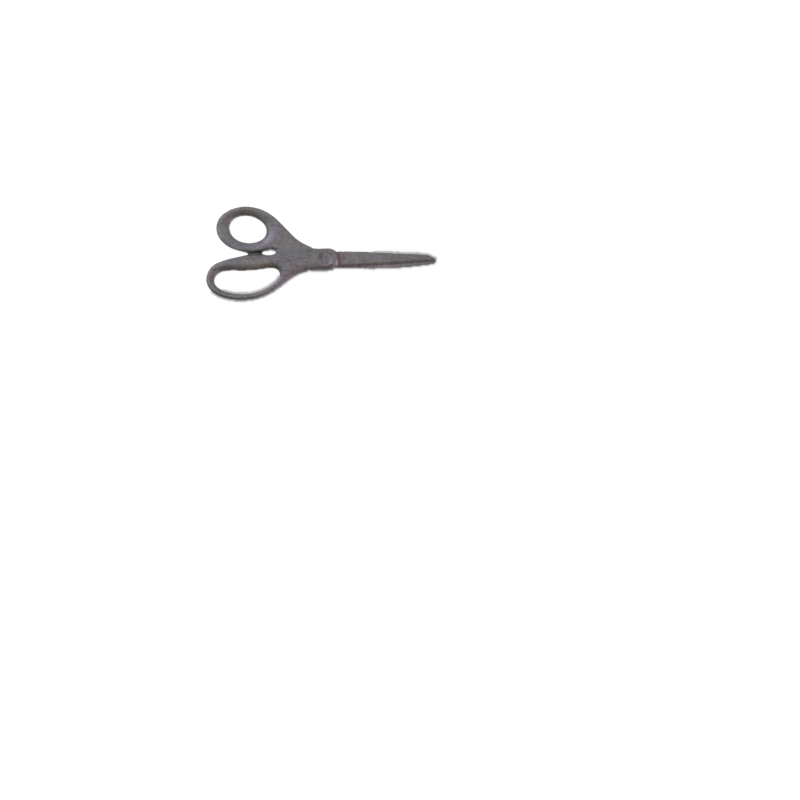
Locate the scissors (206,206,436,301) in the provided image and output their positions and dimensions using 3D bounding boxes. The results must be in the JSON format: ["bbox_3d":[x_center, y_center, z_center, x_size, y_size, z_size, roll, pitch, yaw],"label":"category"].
[{"bbox_3d":[-0.078,-0.142,0.992,0.201,0.101,0.015,-15,-19,-5],"label":"scissors"}]
